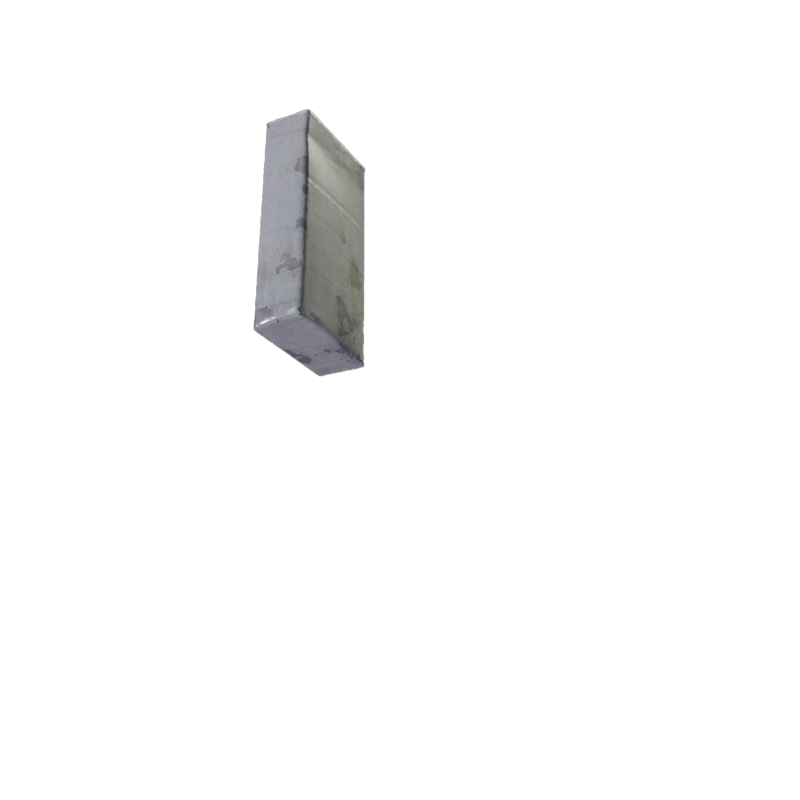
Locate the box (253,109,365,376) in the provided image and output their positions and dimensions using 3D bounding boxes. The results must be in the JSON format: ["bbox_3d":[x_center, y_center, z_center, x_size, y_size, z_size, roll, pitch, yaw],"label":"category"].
[{"bbox_3d":[-0.065,-0.117,0.823,0.049,0.188,0.086,-17,-33,24],"label":"box"}]
